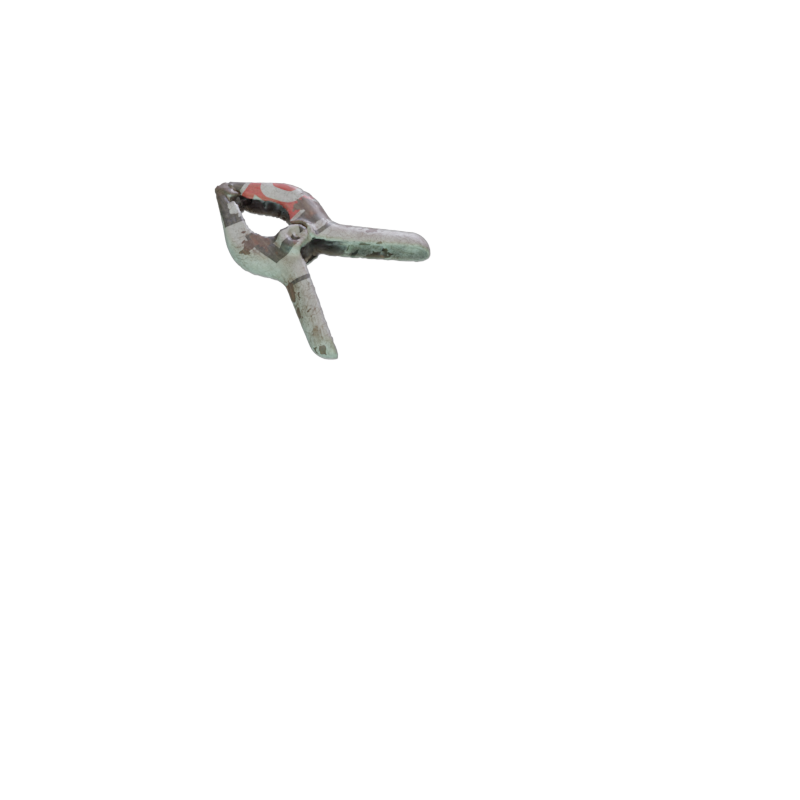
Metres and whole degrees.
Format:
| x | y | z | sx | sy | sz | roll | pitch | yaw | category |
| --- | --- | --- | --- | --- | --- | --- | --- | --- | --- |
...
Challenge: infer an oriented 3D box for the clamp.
| x | y | z | sx | sy | sz | roll | pitch | yaw | category |
| --- | --- | --- | --- | --- | --- | --- | --- | --- | --- |
| -0.066 | -0.120 | 0.838 | 0.121 | 0.182 | 0.037 | -36 | -26 | -21 | clamp |
